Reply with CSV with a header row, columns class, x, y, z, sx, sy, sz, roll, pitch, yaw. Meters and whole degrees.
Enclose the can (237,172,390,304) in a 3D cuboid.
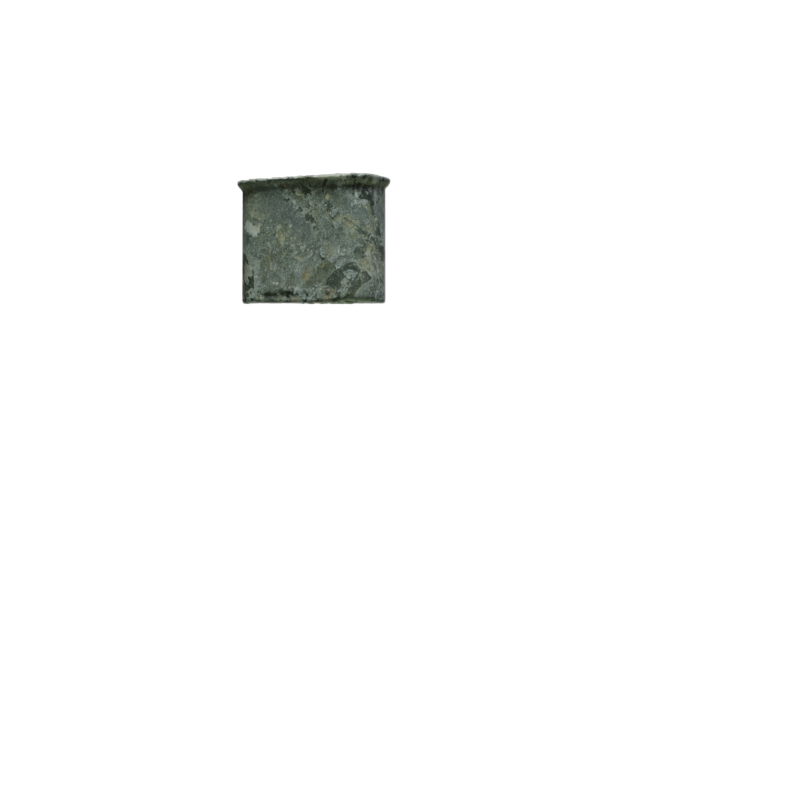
class,x,y,z,sx,sy,sz,roll,pitch,yaw
can,-0.059,-0.107,0.747,0.105,0.084,0.056,1,-1,25
